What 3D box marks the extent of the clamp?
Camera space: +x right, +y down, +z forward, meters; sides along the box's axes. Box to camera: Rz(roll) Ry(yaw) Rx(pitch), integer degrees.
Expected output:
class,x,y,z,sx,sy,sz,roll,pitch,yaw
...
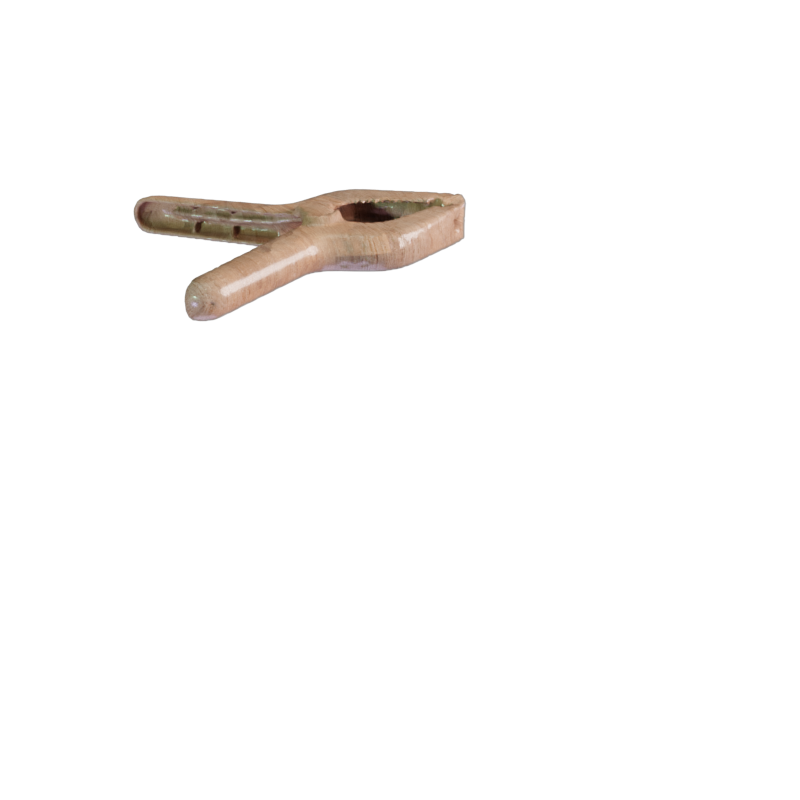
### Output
class,x,y,z,sx,sy,sz,roll,pitch,yaw
clamp,-0.053,-0.097,0.682,0.207,0.034,0.176,-7,29,-12
